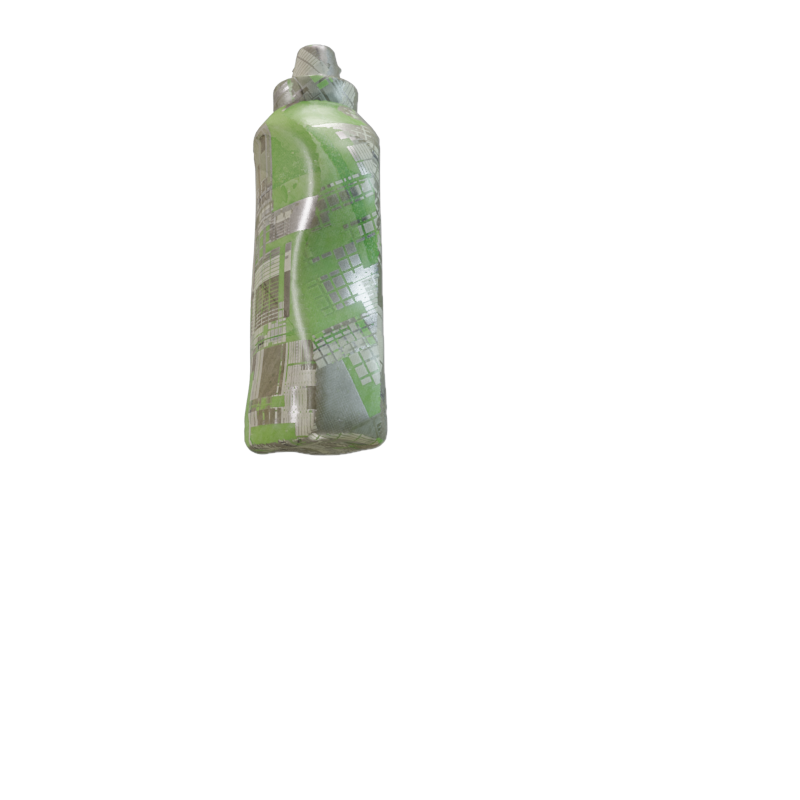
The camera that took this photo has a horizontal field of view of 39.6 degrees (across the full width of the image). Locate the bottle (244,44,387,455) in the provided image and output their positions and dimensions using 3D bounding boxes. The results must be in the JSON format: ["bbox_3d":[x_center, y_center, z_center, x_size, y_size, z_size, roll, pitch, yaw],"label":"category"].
[{"bbox_3d":[-0.040,-0.073,0.515,0.057,0.198,0.095,4,-13,-19],"label":"bottle"}]
